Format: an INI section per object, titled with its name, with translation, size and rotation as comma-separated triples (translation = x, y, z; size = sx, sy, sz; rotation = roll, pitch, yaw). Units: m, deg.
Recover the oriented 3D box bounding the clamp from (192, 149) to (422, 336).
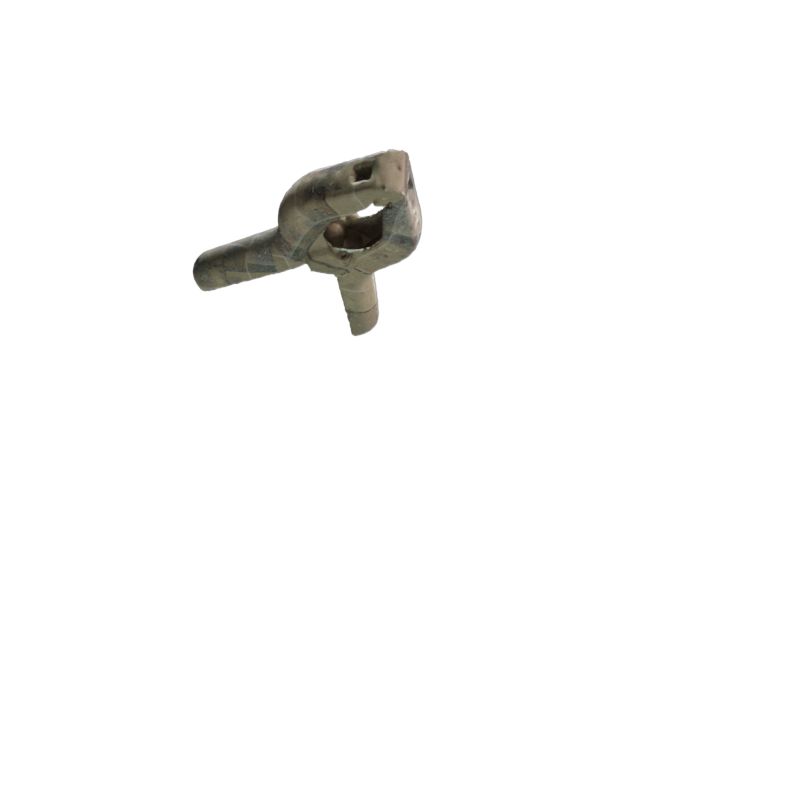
[clamp]
translation = -0.049, -0.090, 0.631
size = 0.117, 0.042, 0.165
rotation = 8, -28, -15
